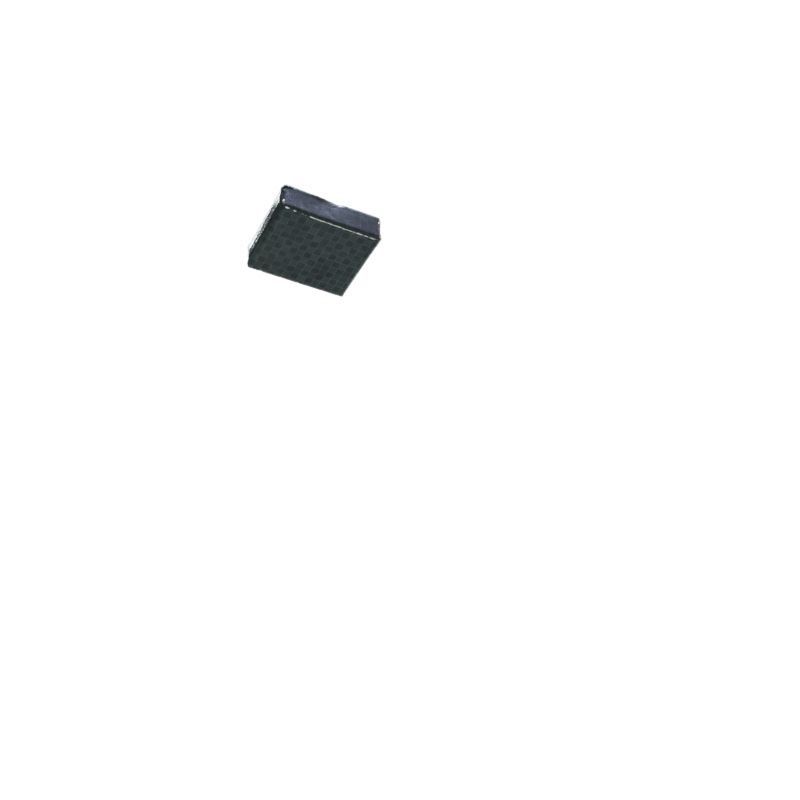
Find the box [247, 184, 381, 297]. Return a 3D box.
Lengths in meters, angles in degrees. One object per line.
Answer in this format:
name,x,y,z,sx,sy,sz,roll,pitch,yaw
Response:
box,-0.071,-0.129,0.903,0.086,0.032,0.070,18,-47,-18
